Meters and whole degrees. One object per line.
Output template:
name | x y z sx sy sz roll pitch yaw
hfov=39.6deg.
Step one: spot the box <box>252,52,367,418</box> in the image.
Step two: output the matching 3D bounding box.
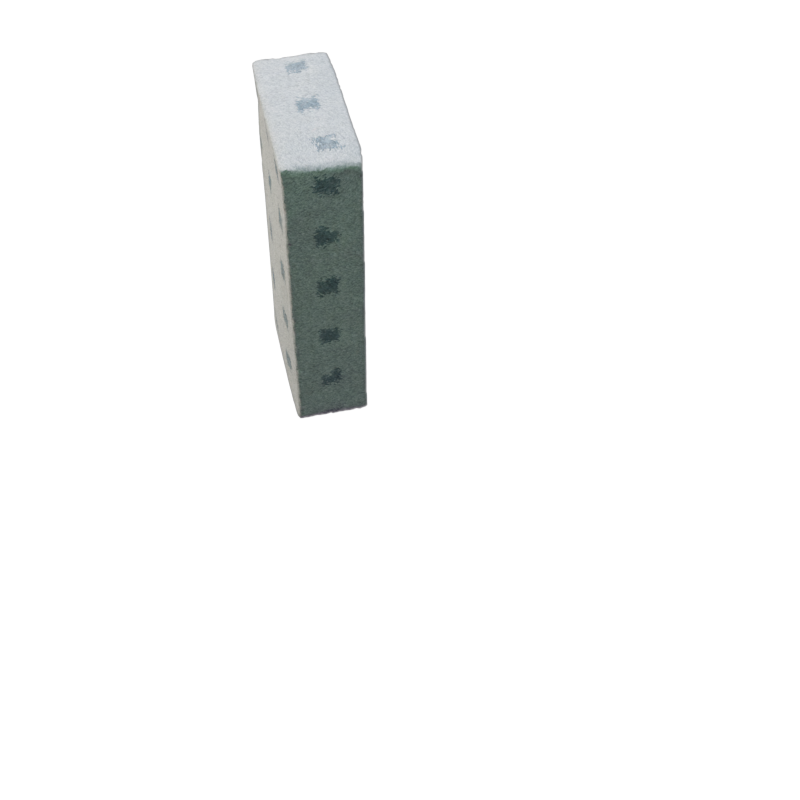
box | -0.045 -0.083 0.583 0.047 0.101 0.164 -7 -42 -11
